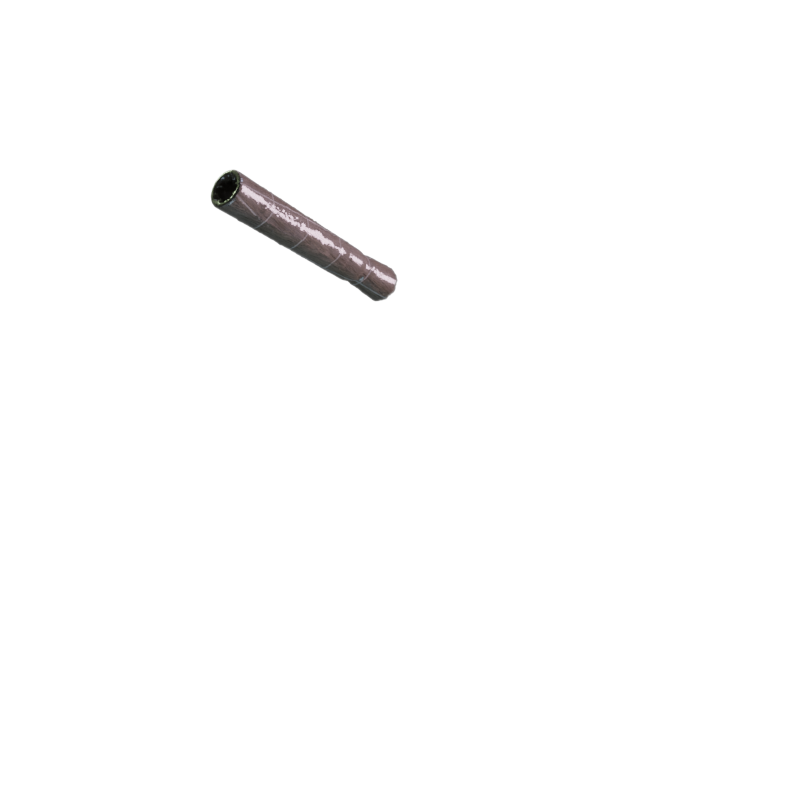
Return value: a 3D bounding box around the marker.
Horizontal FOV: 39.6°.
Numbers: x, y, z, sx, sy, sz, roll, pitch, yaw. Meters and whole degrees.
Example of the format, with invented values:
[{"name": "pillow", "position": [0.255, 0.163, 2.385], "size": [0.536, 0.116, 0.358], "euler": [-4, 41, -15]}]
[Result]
[{"name": "marker", "position": [-0.041, -0.075, 0.526], "size": [0.021, 0.020, 0.113], "euler": [3, -16, 43]}]
